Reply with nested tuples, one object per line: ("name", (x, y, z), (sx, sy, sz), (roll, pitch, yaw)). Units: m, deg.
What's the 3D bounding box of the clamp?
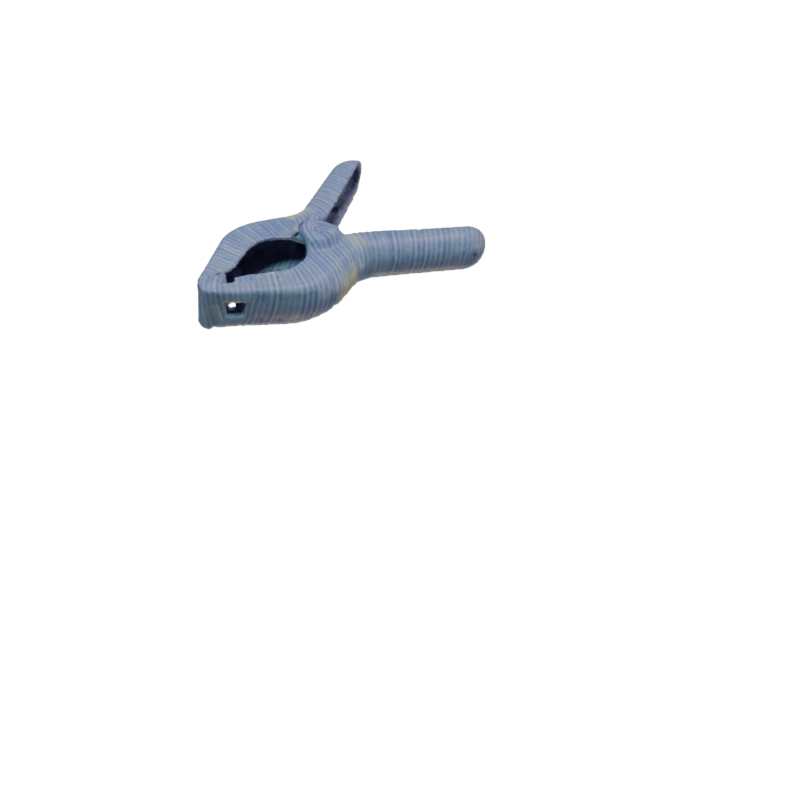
("clamp", (-0.050, -0.092, 0.644), (0.169, 0.037, 0.129), (-20, 38, -28))
